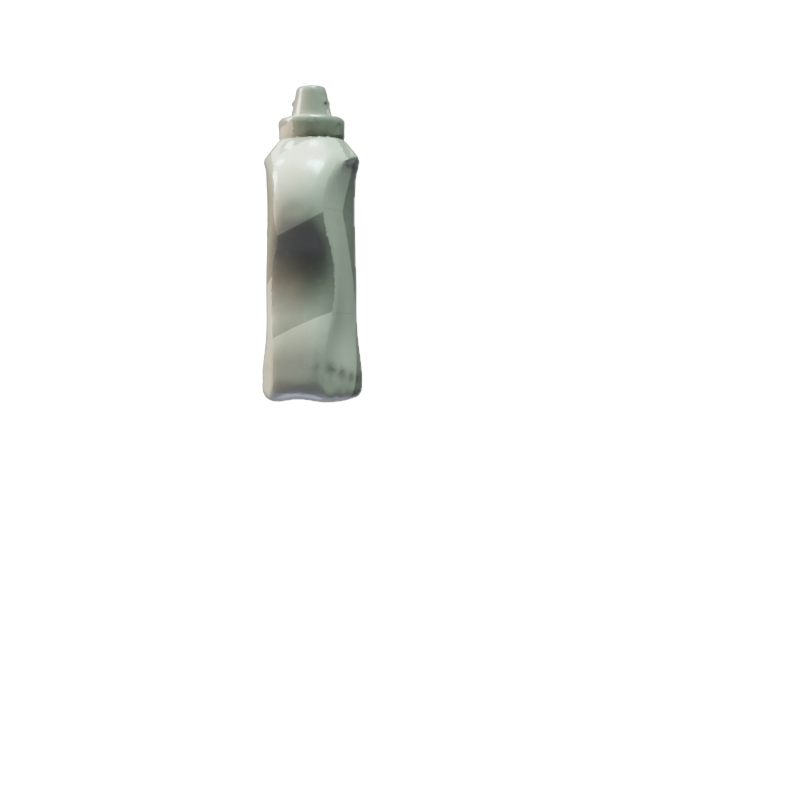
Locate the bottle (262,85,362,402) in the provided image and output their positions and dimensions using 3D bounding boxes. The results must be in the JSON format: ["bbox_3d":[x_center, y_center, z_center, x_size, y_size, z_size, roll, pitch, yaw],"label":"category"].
[{"bbox_3d":[-0.054,-0.097,0.681,0.059,0.193,0.094,-1,-3,11],"label":"bottle"}]
